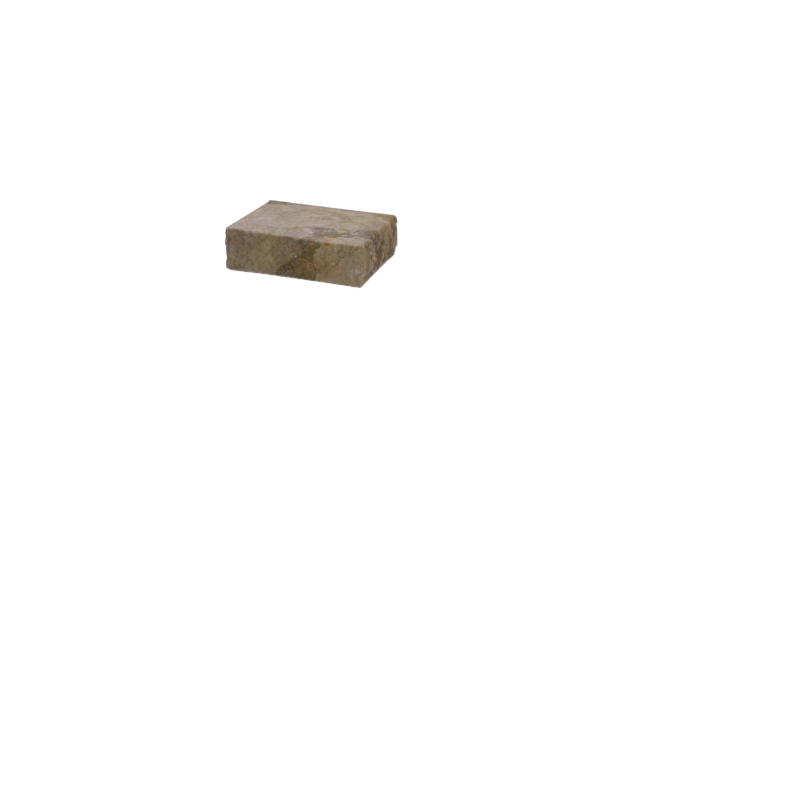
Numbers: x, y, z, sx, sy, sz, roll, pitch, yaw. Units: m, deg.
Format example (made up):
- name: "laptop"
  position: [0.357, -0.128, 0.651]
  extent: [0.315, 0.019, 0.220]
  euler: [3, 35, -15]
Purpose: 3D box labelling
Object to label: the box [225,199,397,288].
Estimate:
- name: "box"
  position: [-0.067, -0.123, 0.862]
  extent: [0.117, 0.037, 0.091]
  euler: [7, 23, 17]
